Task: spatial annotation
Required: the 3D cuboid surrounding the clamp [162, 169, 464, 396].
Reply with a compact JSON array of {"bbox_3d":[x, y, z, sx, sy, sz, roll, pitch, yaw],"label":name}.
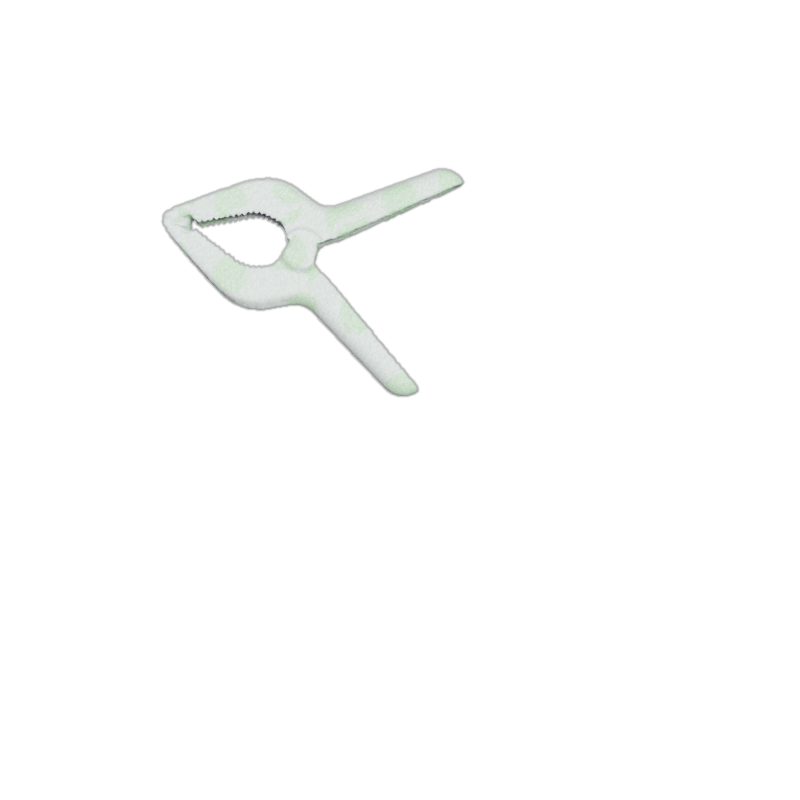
[{"bbox_3d":[-0.062,-0.113,0.791,0.212,0.168,0.035,20,-11,4],"label":"clamp"}]
